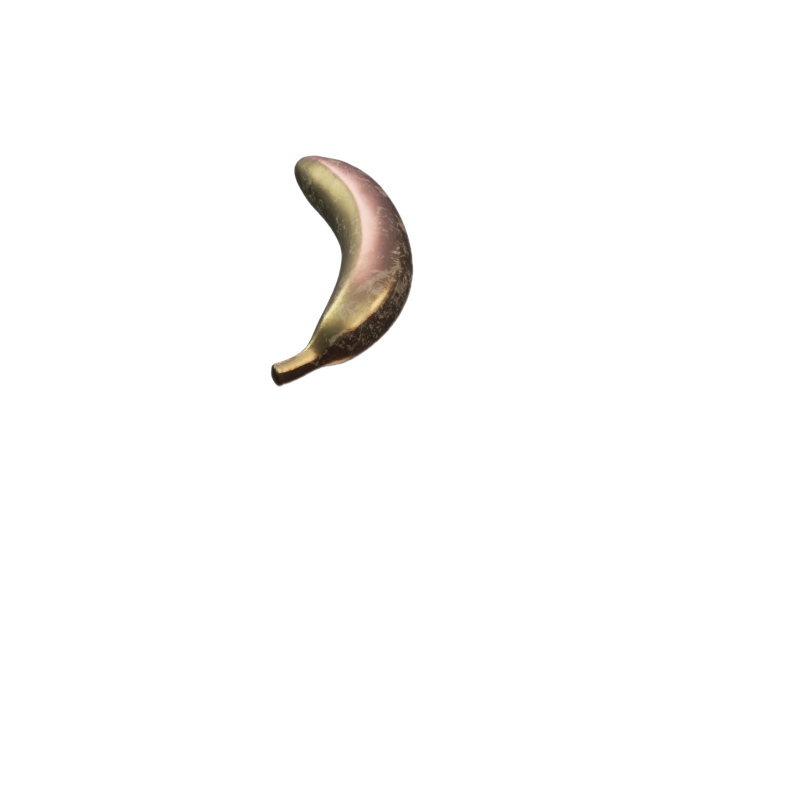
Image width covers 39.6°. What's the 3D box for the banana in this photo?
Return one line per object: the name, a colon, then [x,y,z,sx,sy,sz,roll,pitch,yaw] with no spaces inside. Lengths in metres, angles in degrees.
banana: [-0.028,-0.082,0.596,0.070,0.034,0.211,0,39,-1]
